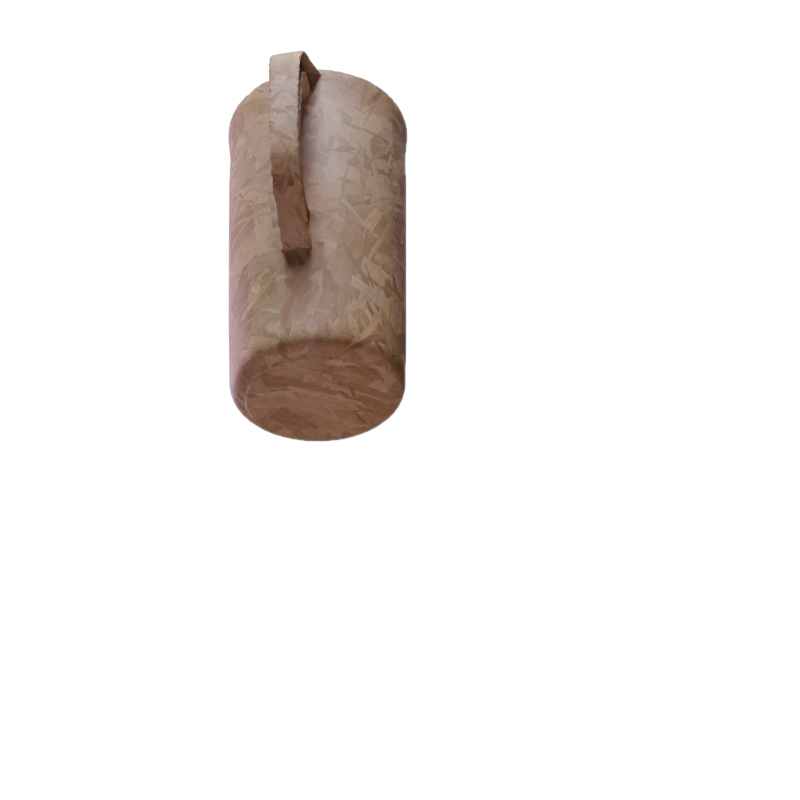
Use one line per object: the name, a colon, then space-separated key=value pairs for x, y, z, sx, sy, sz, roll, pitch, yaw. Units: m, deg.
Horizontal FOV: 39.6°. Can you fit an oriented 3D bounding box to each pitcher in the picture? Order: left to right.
pitcher: x=-0.058 y=-0.106 z=0.744 sx=0.142 sy=0.261 sz=0.142 roll=23 pitch=-46 yaw=-28
